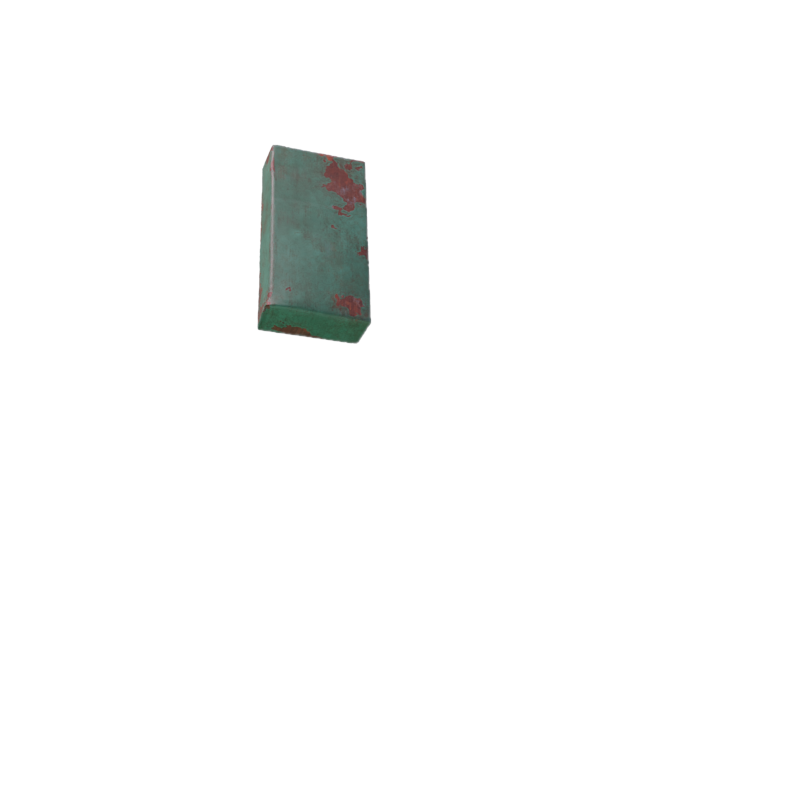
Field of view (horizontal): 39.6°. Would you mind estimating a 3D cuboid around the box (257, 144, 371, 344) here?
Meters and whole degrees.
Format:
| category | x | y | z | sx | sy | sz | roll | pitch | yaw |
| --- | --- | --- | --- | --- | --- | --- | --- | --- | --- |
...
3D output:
| category | x | y | z | sx | sy | sz | roll | pitch | yaw |
| --- | --- | --- | --- | --- | --- | --- | --- | --- | --- |
| box | -0.077 | -0.141 | 0.987 | 0.091 | 0.189 | 0.046 | 8 | -36 | -15 |
